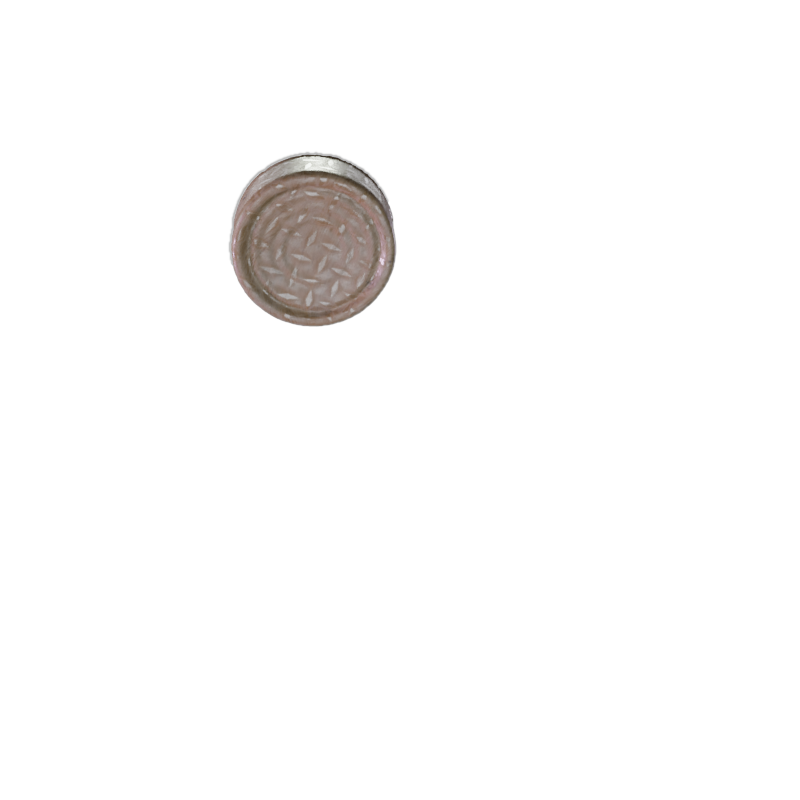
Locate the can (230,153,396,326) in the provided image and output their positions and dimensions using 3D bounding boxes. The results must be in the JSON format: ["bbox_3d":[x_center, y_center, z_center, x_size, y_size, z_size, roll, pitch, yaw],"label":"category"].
[{"bbox_3d":[-0.045,-0.082,0.575,0.086,0.082,0.035,0,22,-1],"label":"can"}]
